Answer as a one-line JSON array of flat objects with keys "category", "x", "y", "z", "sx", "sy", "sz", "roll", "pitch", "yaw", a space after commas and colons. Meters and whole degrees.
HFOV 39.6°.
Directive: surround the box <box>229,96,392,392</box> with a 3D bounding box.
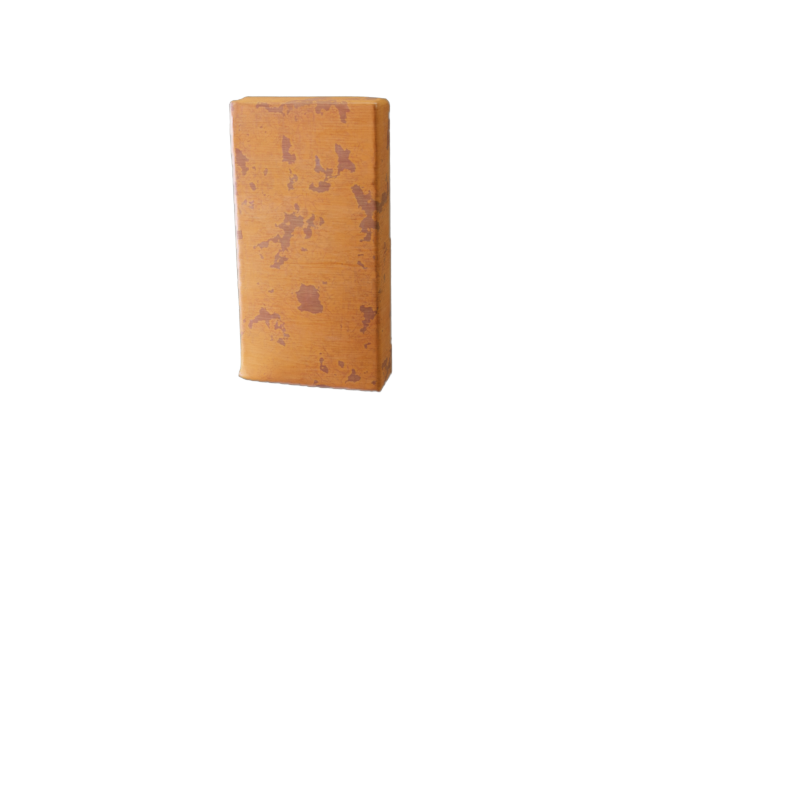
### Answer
[{"category": "box", "x": -0.053, "y": -0.097, "z": 0.679, "sx": 0.095, "sy": 0.172, "sz": 0.048, "roll": 4, "pitch": 12, "yaw": 14}]
